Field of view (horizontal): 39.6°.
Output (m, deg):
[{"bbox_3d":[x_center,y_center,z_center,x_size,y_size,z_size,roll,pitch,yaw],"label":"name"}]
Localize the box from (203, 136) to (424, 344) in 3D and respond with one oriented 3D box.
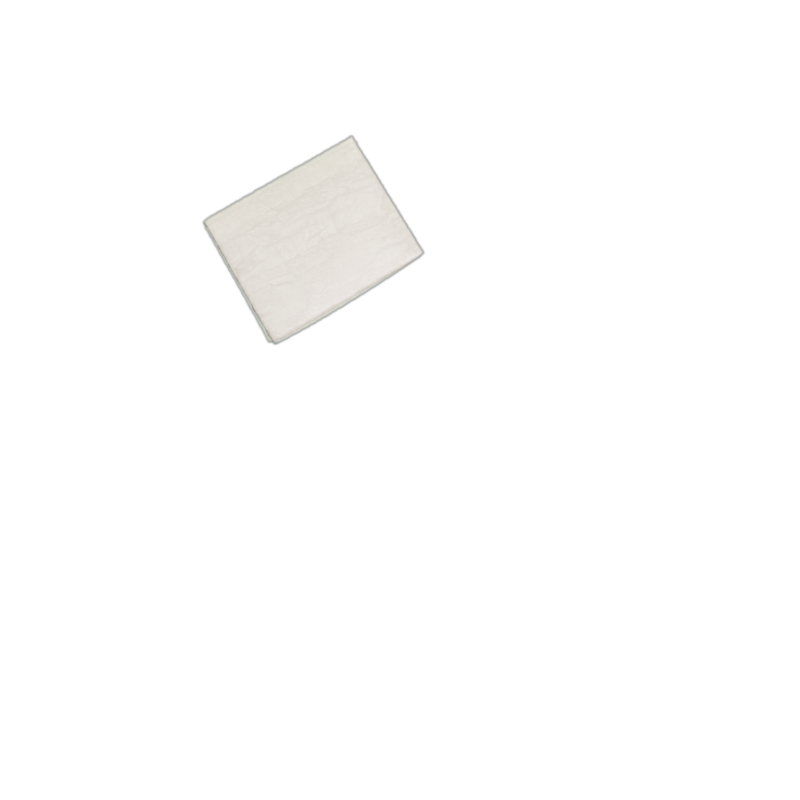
[{"bbox_3d":[-0.056,-0.101,0.712,0.113,0.092,0.038,-31,-7,-5],"label":"box"}]
